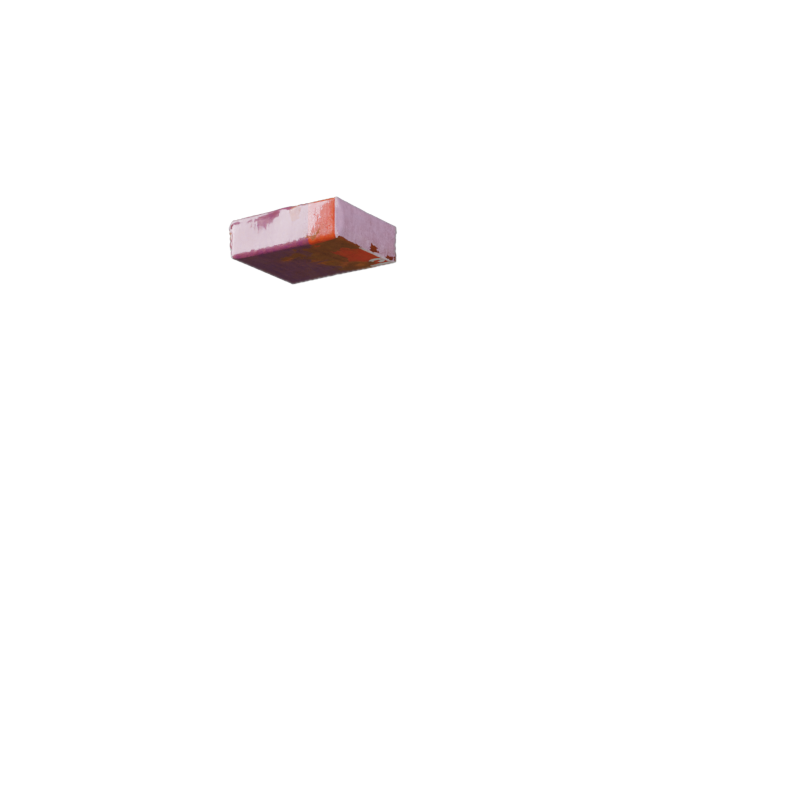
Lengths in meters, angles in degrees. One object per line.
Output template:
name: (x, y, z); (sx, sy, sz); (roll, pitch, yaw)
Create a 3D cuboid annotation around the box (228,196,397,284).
box: (-0.058, -0.106, 0.742); (0.091, 0.031, 0.069); (-7, -13, 32)
